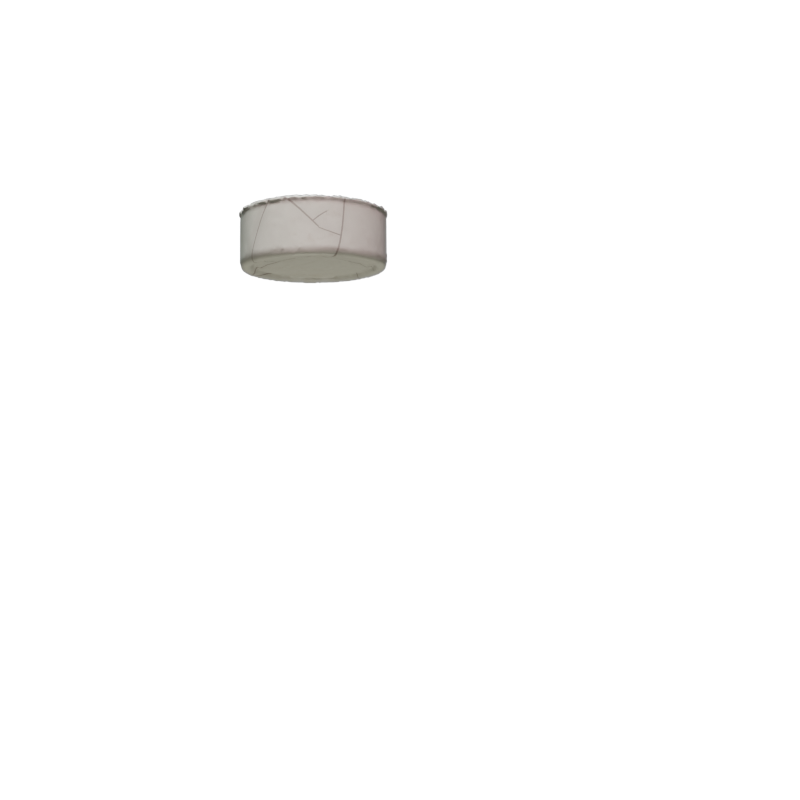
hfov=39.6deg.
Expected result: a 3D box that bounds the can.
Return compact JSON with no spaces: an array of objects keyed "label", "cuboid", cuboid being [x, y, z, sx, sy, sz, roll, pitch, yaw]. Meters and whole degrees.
[{"label":"can","cuboid":[-0.050,-0.091,0.639,0.086,0.034,0.084,0,-6,-2]}]
